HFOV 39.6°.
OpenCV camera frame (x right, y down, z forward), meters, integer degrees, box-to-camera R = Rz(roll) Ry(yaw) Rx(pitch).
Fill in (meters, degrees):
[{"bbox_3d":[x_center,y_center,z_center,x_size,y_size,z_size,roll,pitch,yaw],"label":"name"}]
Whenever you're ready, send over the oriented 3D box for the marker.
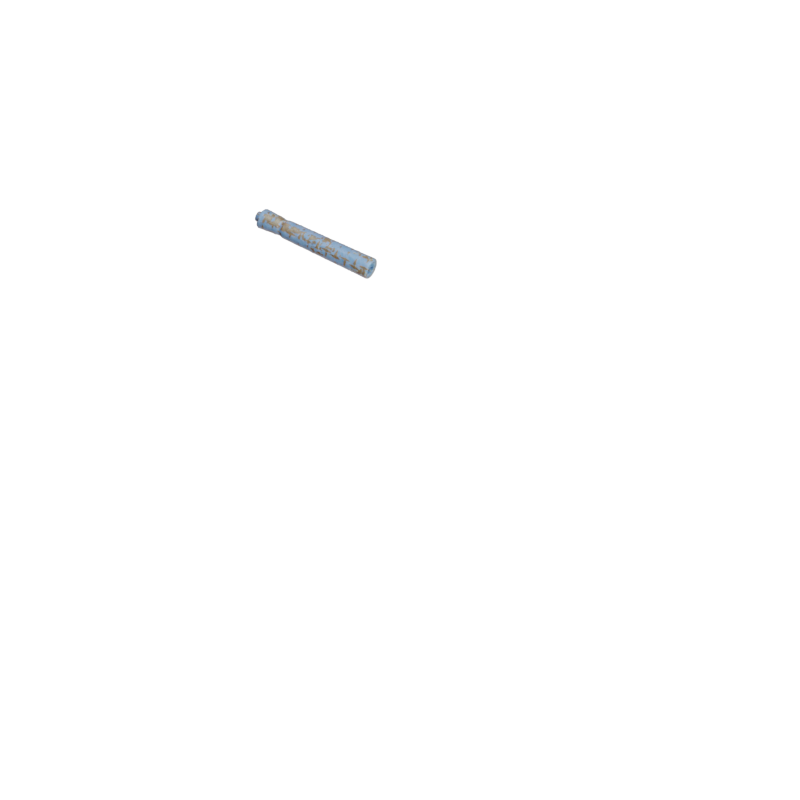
[{"bbox_3d":[-0.077,-0.140,0.979,0.127,0.019,0.019,27,14,22],"label":"marker"}]
